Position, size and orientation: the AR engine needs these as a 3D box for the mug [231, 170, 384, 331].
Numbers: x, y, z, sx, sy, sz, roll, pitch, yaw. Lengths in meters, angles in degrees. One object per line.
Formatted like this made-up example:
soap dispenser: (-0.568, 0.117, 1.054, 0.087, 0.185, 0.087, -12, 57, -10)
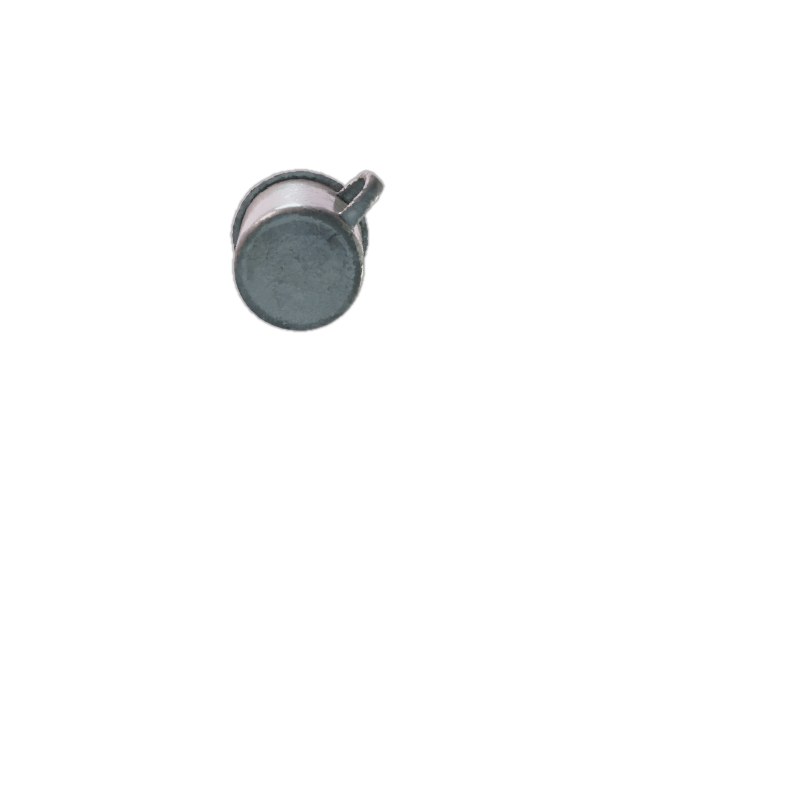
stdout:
mug: (-0.056, -0.102, 0.714, 0.116, 0.090, 0.085, -39, 16, 11)
